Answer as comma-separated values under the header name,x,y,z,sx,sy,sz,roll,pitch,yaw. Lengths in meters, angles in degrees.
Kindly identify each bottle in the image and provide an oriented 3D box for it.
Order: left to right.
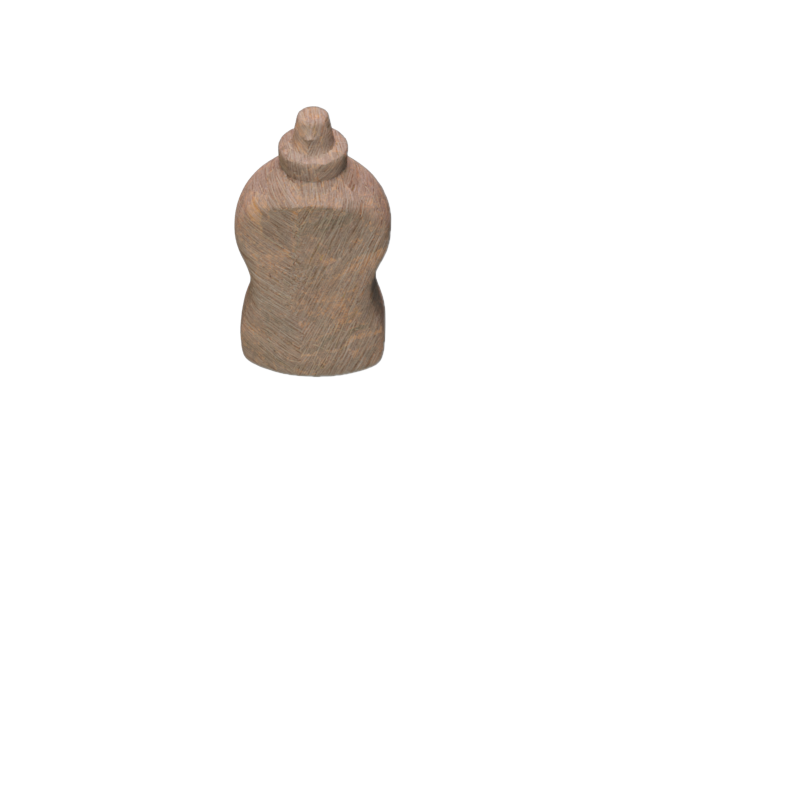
name,x,y,z,sx,sy,sz,roll,pitch,yaw
bottle,-0.054,-0.098,0.691,0.096,0.179,0.062,4,43,1
